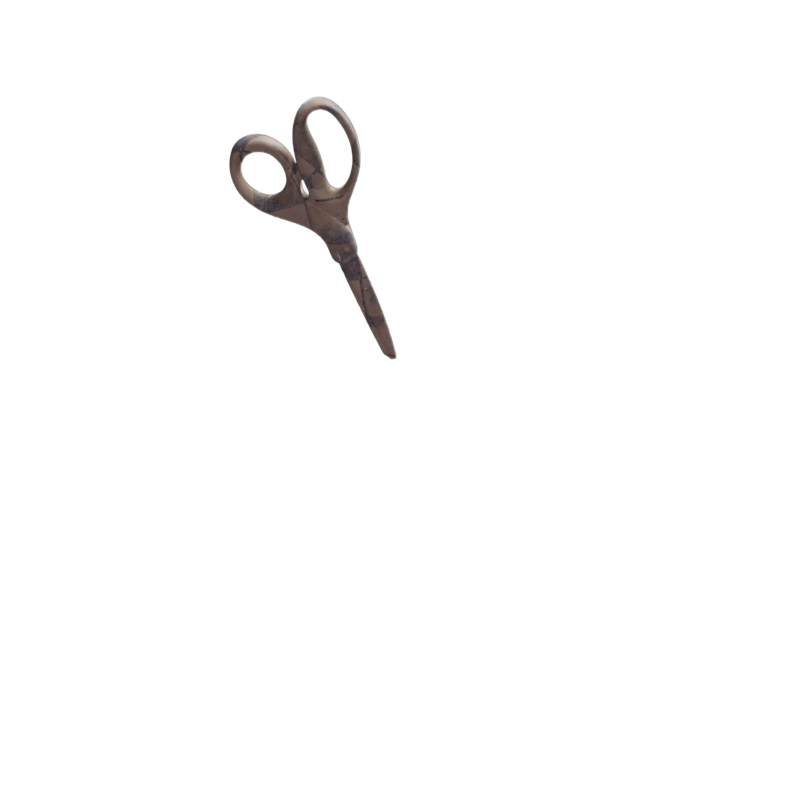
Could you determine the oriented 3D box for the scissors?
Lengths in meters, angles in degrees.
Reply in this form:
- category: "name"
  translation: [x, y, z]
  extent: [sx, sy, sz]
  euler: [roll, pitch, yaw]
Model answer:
- category: "scissors"
  translation: [-0.059, -0.108, 0.756]
  extent: [0.096, 0.190, 0.017]
  euler: [-5, 28, 3]
